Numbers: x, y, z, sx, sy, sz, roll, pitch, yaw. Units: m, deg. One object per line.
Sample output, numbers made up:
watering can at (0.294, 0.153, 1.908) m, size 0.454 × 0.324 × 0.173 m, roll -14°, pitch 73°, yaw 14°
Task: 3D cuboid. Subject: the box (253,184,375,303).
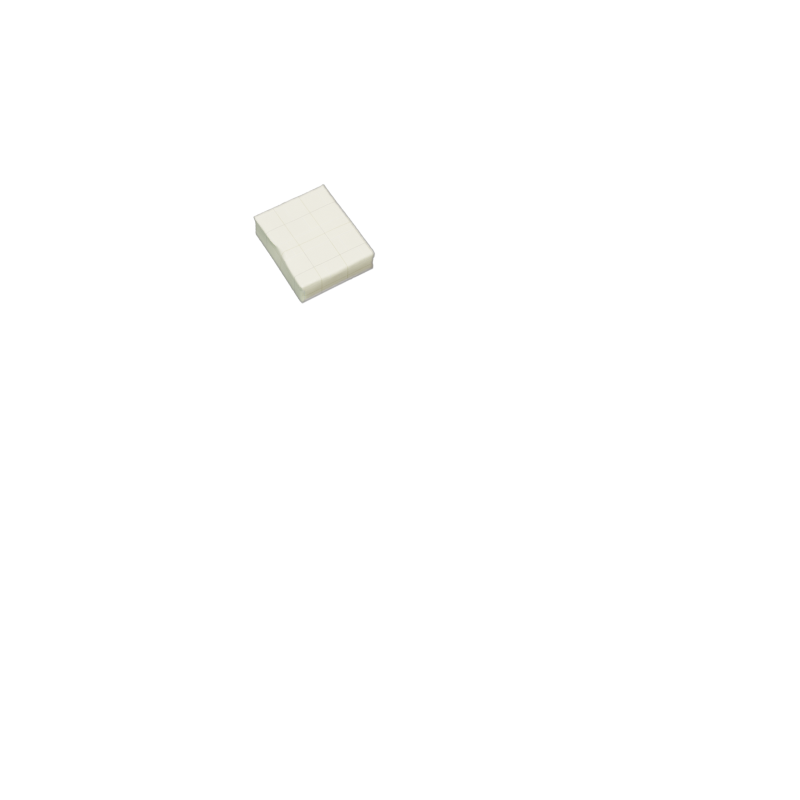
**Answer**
box at (-0.076, -0.138, 0.969) m, size 0.073 × 0.095 × 0.028 m, roll -26°, pitch -28°, yaw -16°
